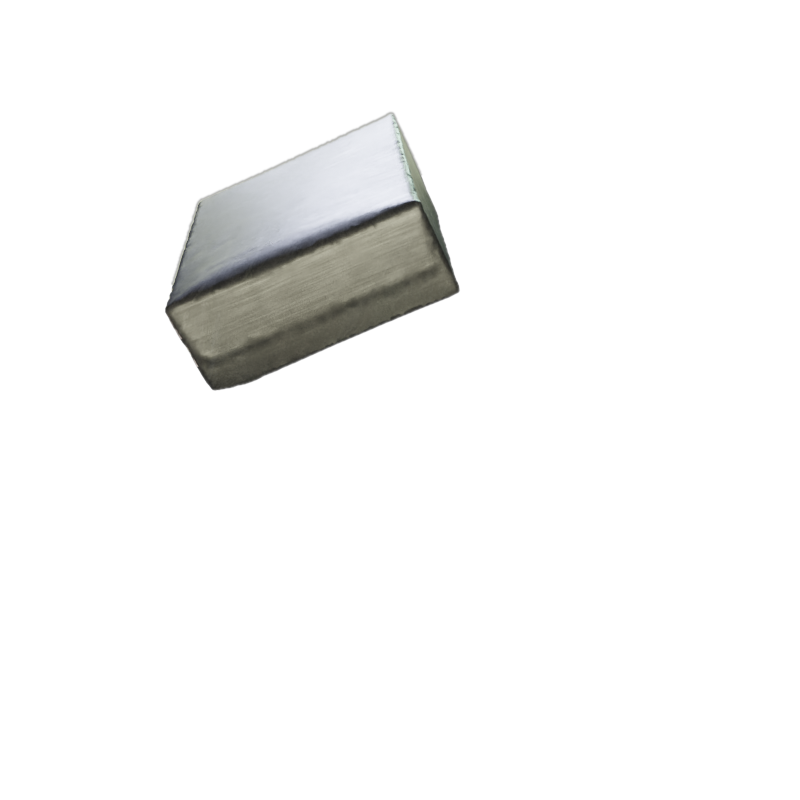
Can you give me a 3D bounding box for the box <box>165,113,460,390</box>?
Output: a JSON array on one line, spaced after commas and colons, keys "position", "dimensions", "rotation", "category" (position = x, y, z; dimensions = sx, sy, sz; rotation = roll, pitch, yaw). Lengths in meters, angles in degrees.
[{"position": [-0.058, -0.106, 0.740], "dimensions": [0.164, 0.068, 0.225], "rotation": [-23, 25, 7], "category": "box"}]
